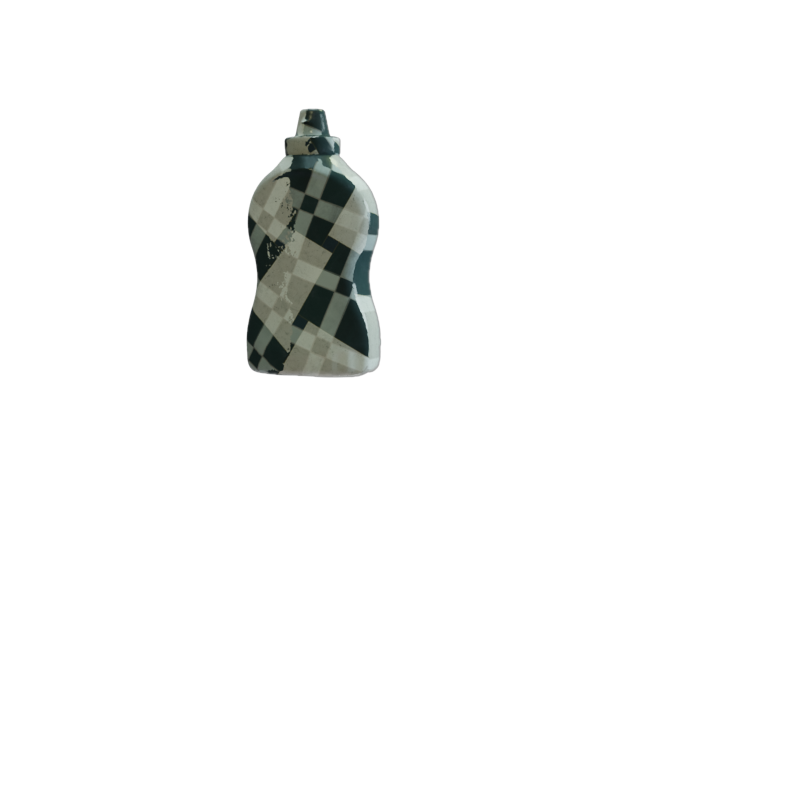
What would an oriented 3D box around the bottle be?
[{"bbox_3d":[-0.063,-0.115,0.806,0.099,0.191,0.057,1,1,21],"label":"bottle"}]
